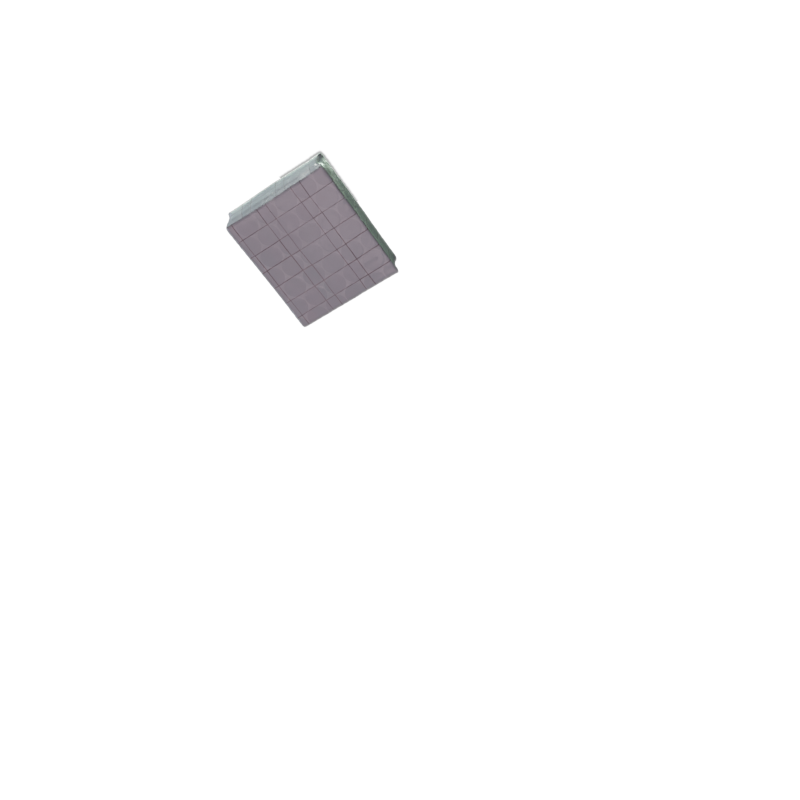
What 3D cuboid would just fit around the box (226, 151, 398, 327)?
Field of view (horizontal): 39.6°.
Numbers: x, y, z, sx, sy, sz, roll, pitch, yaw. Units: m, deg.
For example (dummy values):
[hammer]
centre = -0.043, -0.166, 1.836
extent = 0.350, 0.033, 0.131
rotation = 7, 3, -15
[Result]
[box]
centre = -0.055, -0.100, 0.703
extent = 0.073, 0.085, 0.032
rotation = -32, 22, 14
